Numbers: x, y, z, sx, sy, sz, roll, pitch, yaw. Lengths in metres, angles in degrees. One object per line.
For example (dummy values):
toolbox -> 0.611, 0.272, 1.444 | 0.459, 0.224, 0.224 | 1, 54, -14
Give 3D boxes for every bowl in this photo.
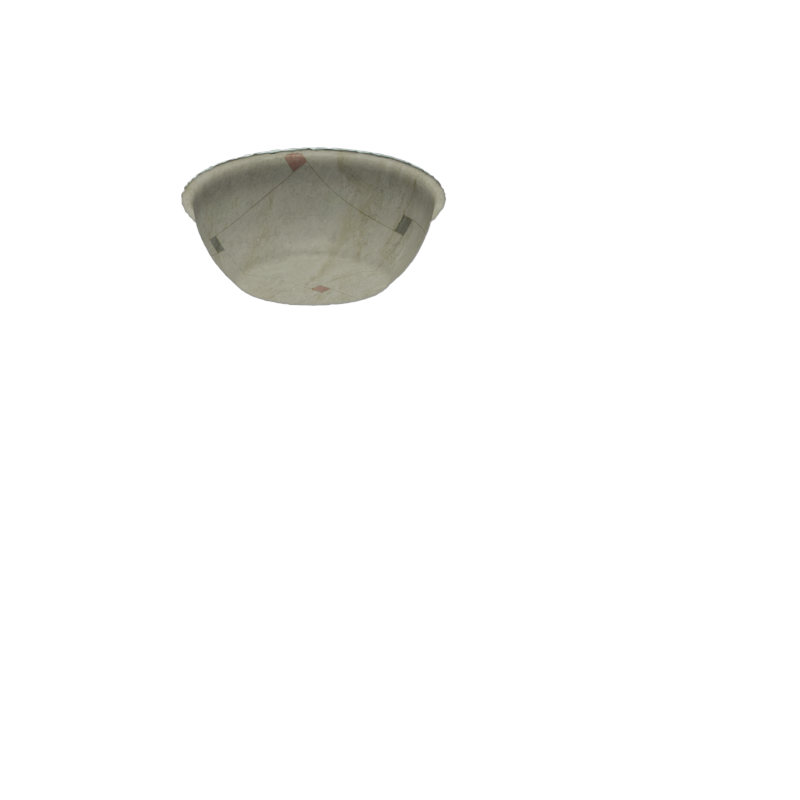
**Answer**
bowl -> -0.053, -0.096, 0.671 | 0.162, 0.057, 0.156 | 0, -14, -2
